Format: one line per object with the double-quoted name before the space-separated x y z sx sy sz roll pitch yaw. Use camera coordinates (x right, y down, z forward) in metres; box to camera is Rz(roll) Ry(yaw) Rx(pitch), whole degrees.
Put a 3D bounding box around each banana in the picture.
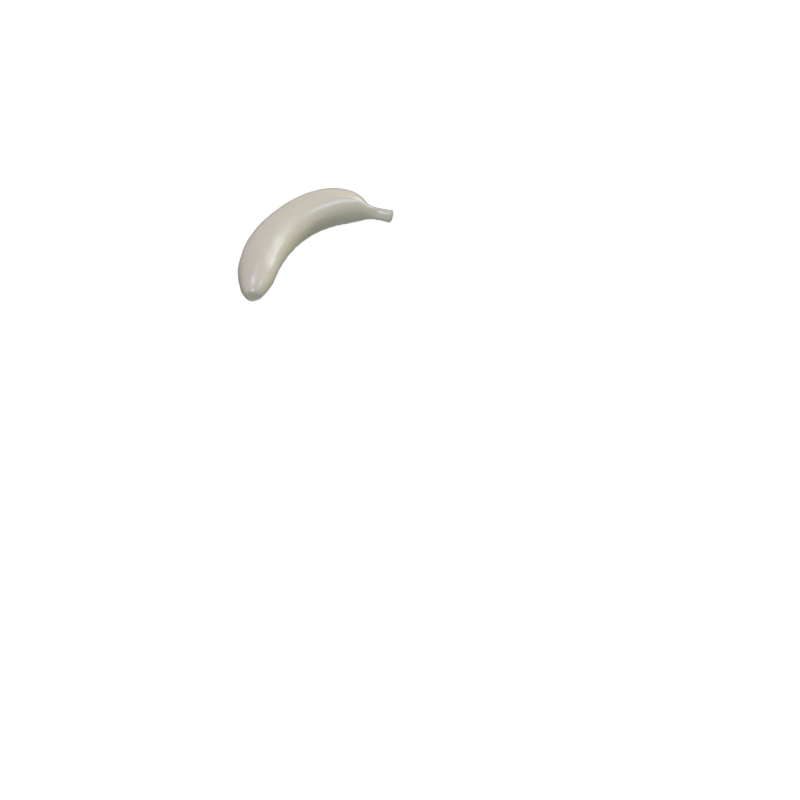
"banana" -0.089 -0.148 0.986 0.074 0.034 0.199 24 42 29
